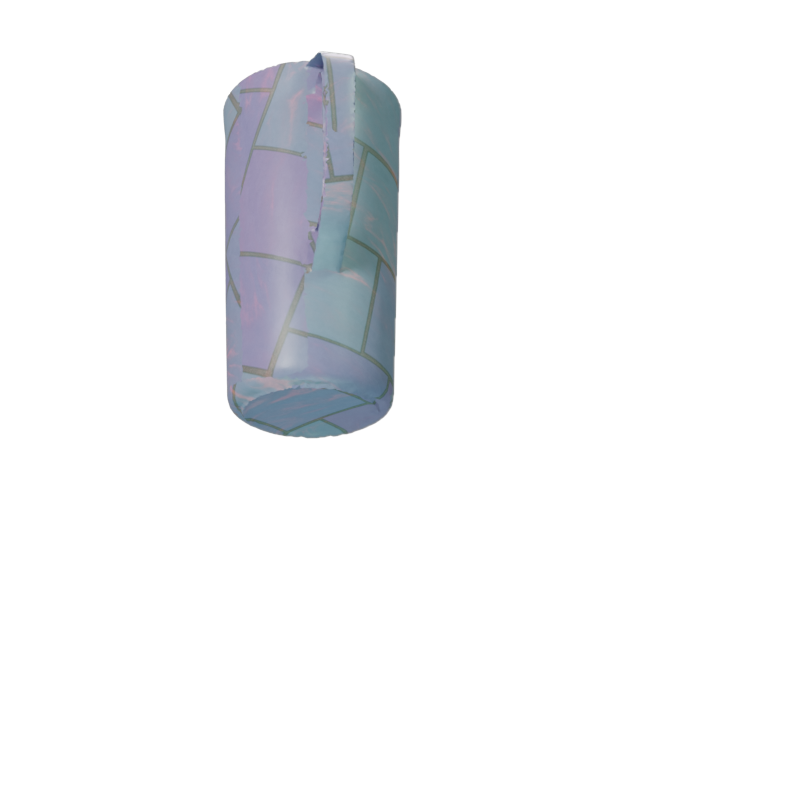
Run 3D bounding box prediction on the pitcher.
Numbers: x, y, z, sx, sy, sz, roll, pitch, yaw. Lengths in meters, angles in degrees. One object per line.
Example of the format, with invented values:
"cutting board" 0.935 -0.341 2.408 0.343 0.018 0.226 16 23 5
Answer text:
"pitcher" -0.060 -0.109 0.761 0.147 0.258 0.138 -17 -31 27
